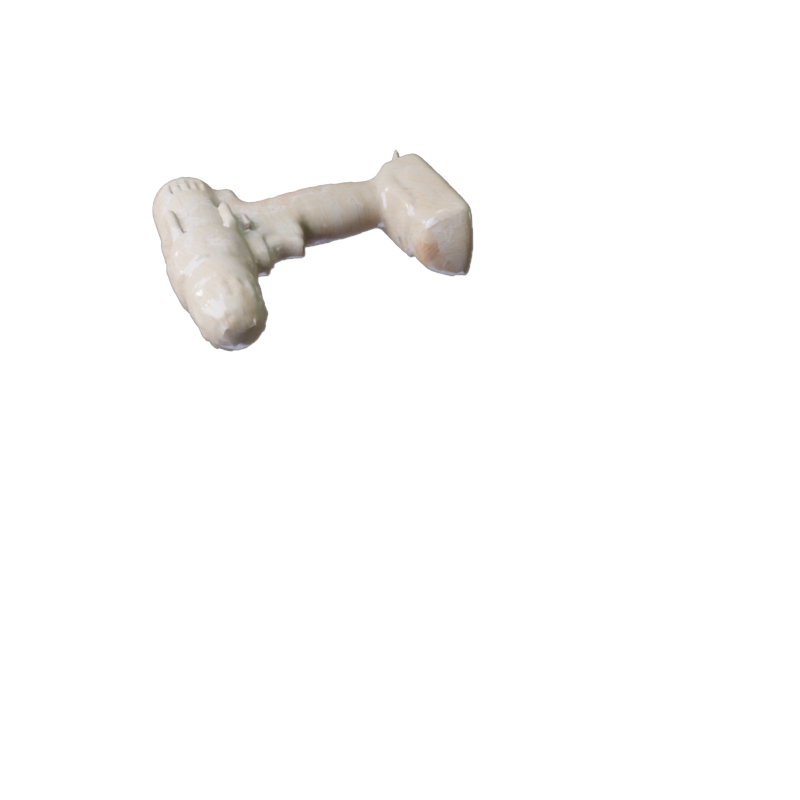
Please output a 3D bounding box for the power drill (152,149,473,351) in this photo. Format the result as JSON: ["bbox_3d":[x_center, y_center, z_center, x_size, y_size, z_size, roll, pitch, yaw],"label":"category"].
[{"bbox_3d":[-0.054,-0.099,0.692,0.185,0.054,0.199,-10,35,-15],"label":"power drill"}]
